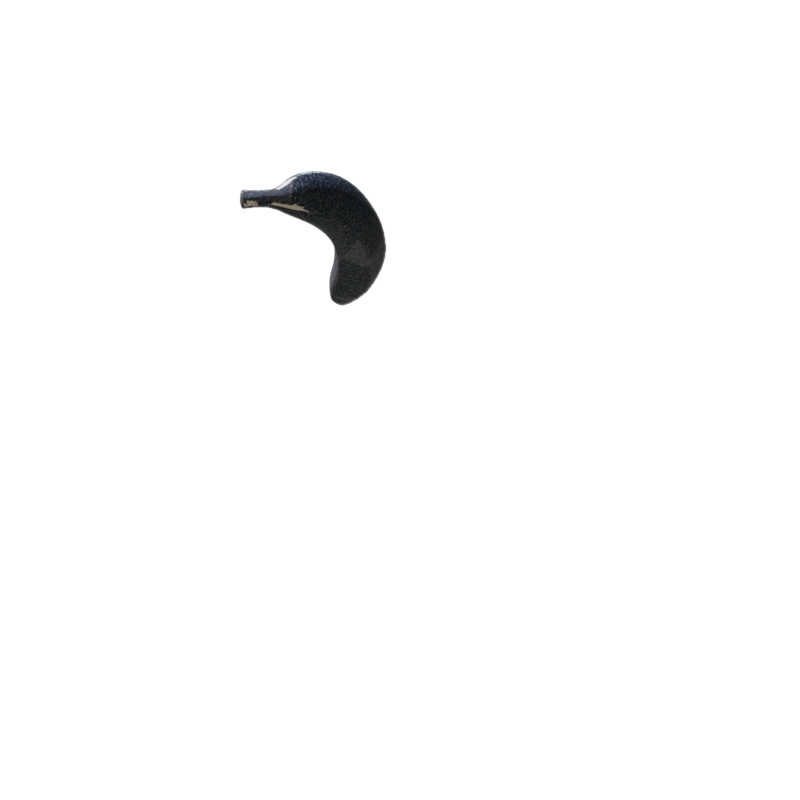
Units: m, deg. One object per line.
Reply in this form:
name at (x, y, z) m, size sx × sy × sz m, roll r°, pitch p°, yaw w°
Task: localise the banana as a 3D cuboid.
banana at (-0.045, -0.116, 0.781) m, size 0.071 × 0.039 × 0.185 m, roll -6°, pitch -20°, yaw 16°
